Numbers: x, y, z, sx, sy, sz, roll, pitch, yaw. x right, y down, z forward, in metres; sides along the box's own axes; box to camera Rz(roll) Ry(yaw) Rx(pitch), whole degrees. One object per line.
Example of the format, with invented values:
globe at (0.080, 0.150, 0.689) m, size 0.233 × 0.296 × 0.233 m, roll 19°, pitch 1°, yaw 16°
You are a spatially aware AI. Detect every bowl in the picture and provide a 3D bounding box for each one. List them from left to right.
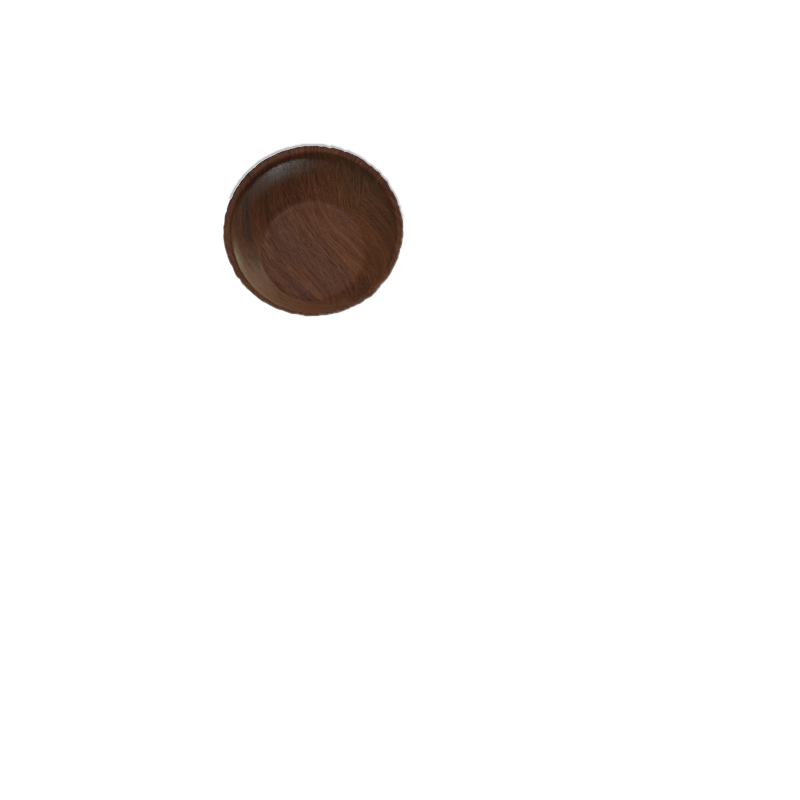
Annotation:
bowl at (-0.076, -0.139, 0.971) m, size 0.162 × 0.155 × 0.058 m, roll 1°, pitch 20°, yaw -1°
